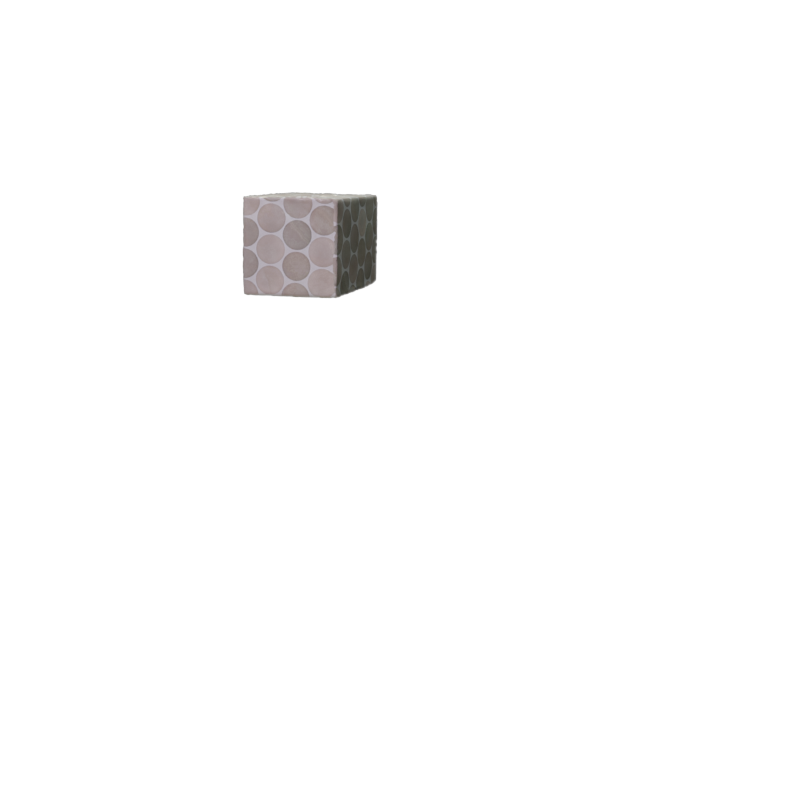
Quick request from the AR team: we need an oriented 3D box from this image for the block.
[{"bbox_3d":[-0.047,-0.085,0.596,0.054,0.050,0.078,2,10,15],"label":"block"}]
